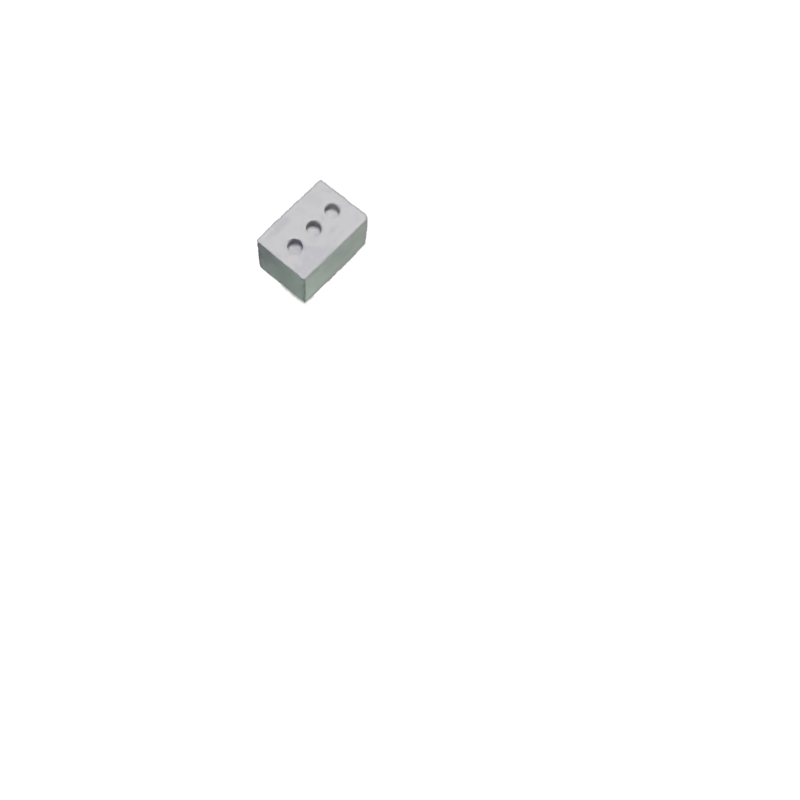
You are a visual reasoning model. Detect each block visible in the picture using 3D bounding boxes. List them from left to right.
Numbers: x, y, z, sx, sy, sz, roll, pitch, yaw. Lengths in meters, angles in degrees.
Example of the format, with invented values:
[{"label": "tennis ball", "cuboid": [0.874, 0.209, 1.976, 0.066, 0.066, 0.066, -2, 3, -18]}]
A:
[{"label": "block", "cuboid": [-0.070, -0.128, 0.898, 0.055, 0.079, 0.049, 38, -19, 13]}]
